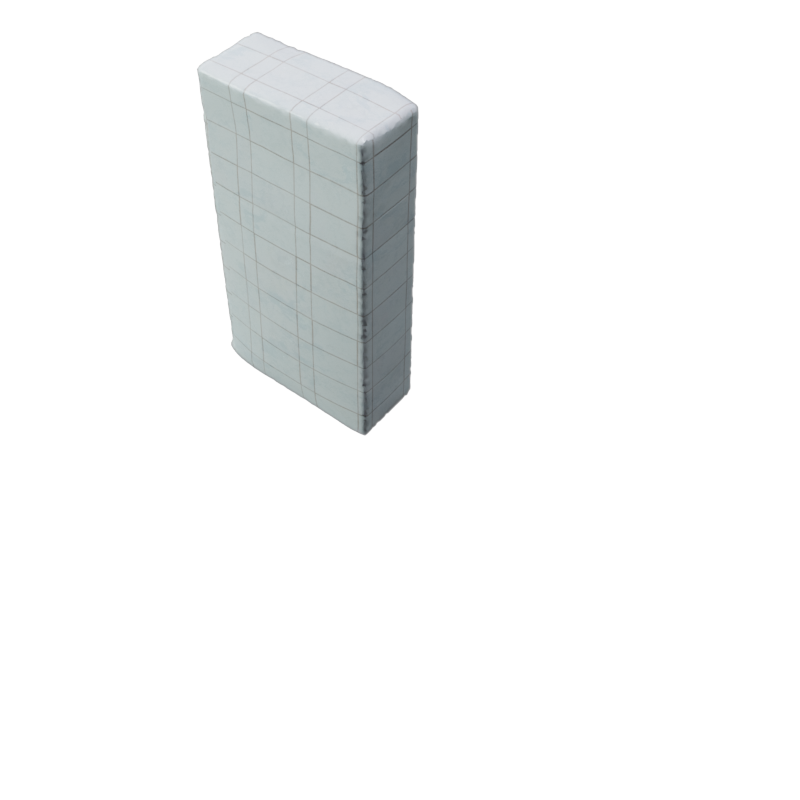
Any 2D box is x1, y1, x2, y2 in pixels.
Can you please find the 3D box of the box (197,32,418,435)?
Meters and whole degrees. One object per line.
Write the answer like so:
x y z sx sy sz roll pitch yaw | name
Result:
-0.040 -0.073 0.512 0.099 0.164 0.049 31 50 26 | box
